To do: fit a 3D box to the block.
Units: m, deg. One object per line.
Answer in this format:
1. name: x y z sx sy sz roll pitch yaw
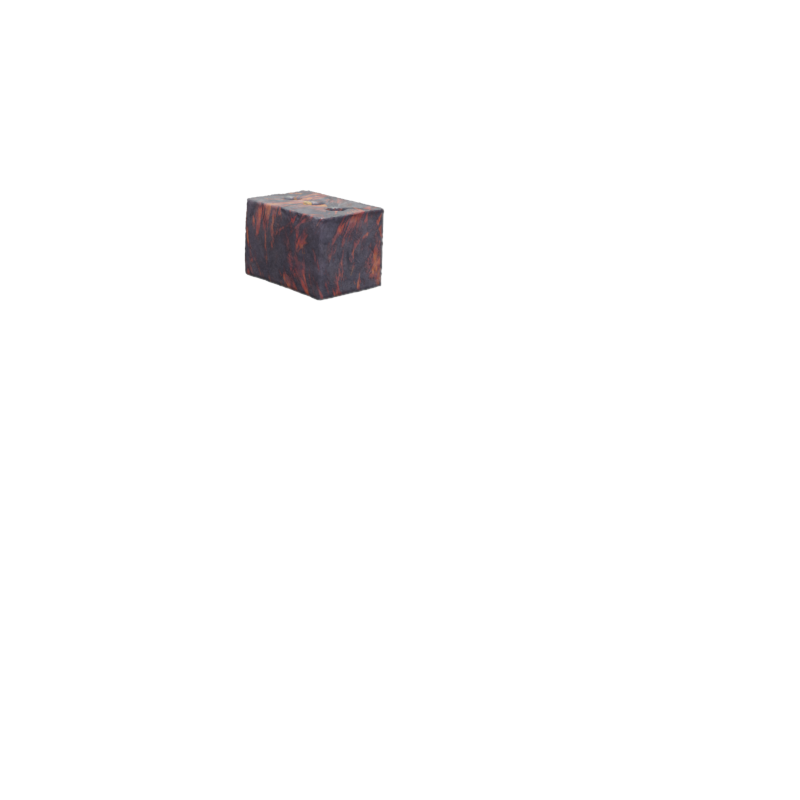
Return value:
1. block: -0.054 -0.099 0.696 0.052 0.049 0.083 -15 24 -39
